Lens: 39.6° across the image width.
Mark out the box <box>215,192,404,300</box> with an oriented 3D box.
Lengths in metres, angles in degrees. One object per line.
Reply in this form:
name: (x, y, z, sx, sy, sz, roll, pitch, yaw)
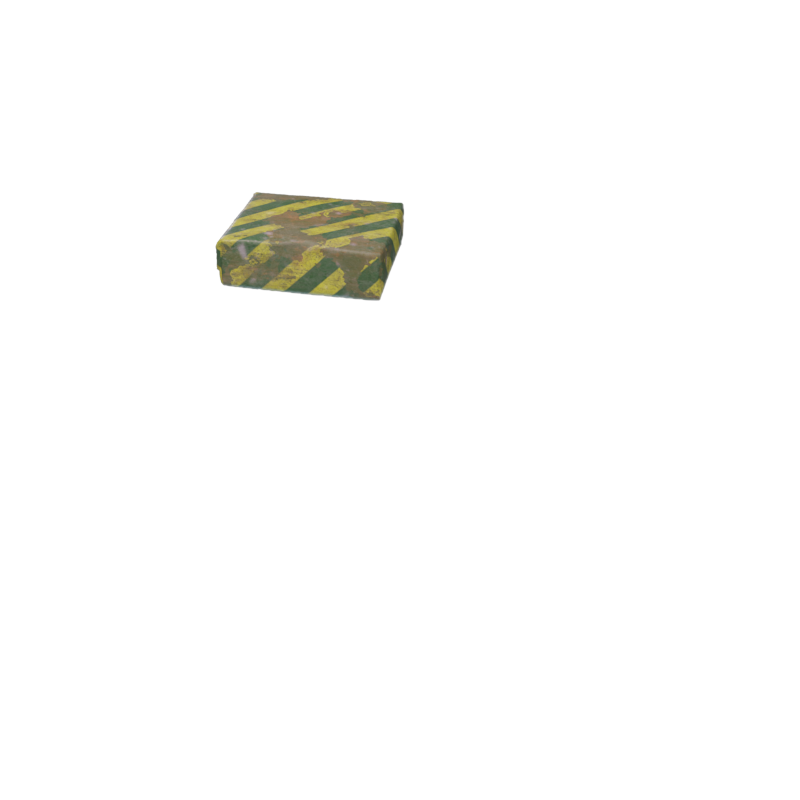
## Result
box: (-0.047, -0.086, 0.603, 0.091, 0.028, 0.076, 6, 30, 10)
